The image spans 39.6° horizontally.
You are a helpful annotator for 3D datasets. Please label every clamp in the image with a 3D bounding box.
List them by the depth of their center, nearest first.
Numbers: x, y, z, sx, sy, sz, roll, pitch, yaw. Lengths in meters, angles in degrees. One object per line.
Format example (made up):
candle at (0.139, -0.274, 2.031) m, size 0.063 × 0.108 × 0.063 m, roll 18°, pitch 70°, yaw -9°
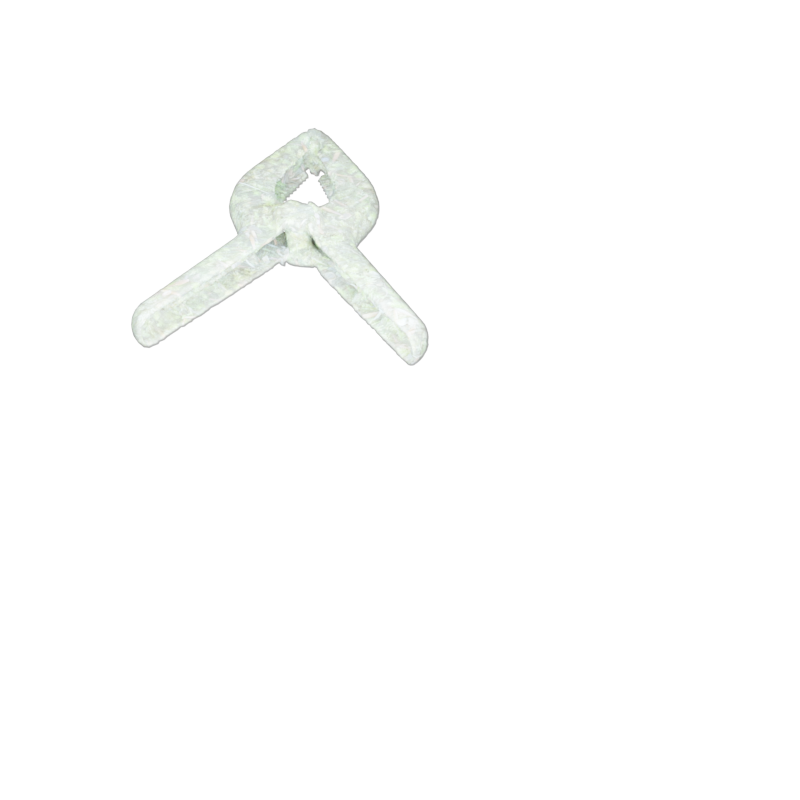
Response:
clamp at (-0.053, -0.097, 0.677) m, size 0.167 × 0.034 × 0.222 m, roll 8°, pitch 43°, yaw 8°
